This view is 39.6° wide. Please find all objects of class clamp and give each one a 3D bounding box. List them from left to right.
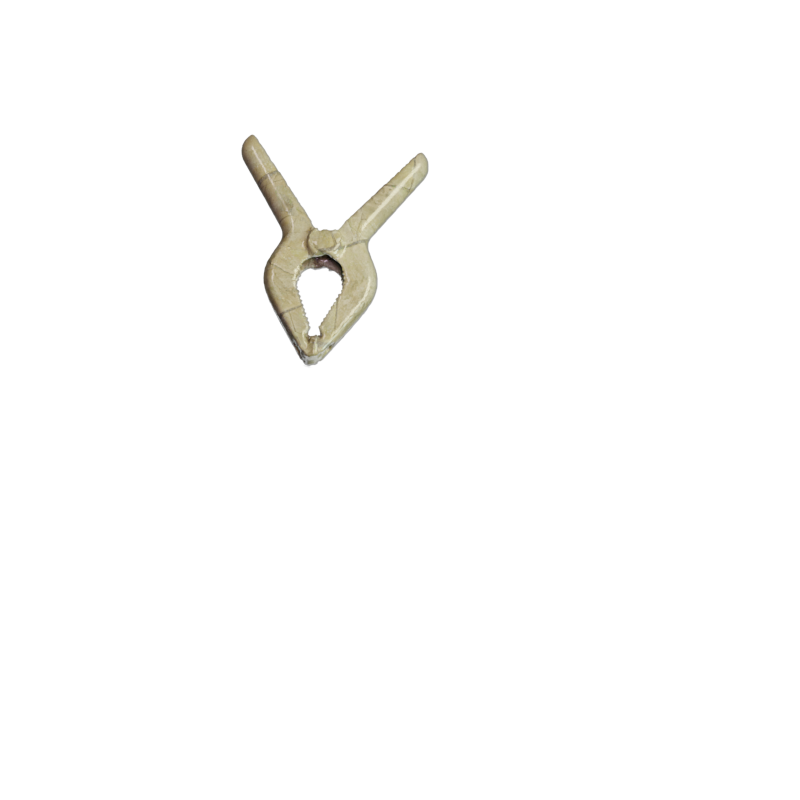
[{"bbox_3d":[-0.074,-0.134,0.942,0.166,0.220,0.034,11,-24,5],"label":"clamp"}]
